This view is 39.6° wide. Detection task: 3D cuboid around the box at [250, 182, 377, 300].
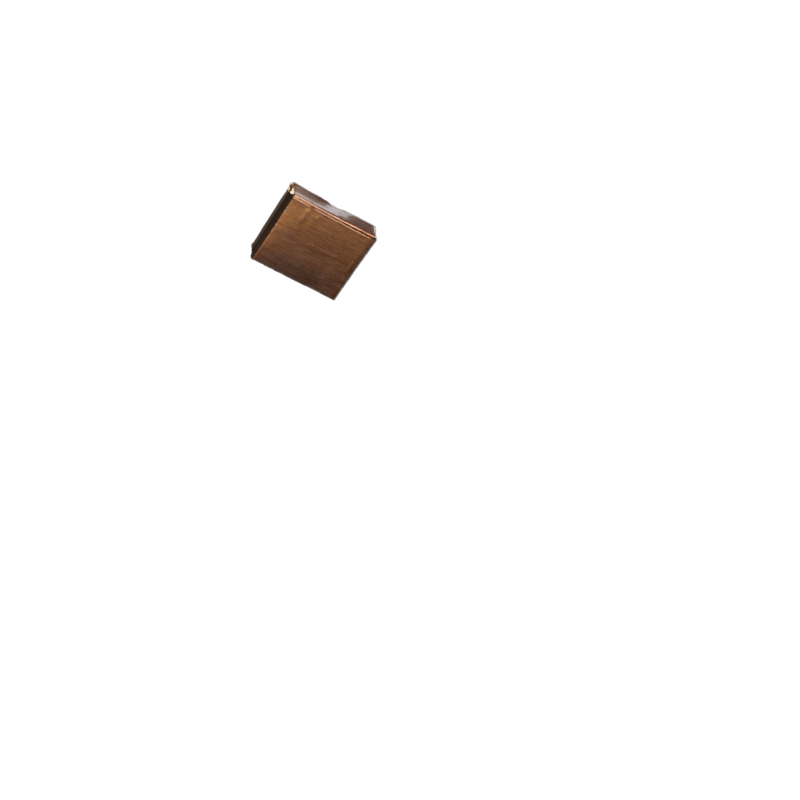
[{"bbox_3d":[-0.076,-0.139,0.975,0.086,0.071,0.032,27,26,-15],"label":"box"}]
